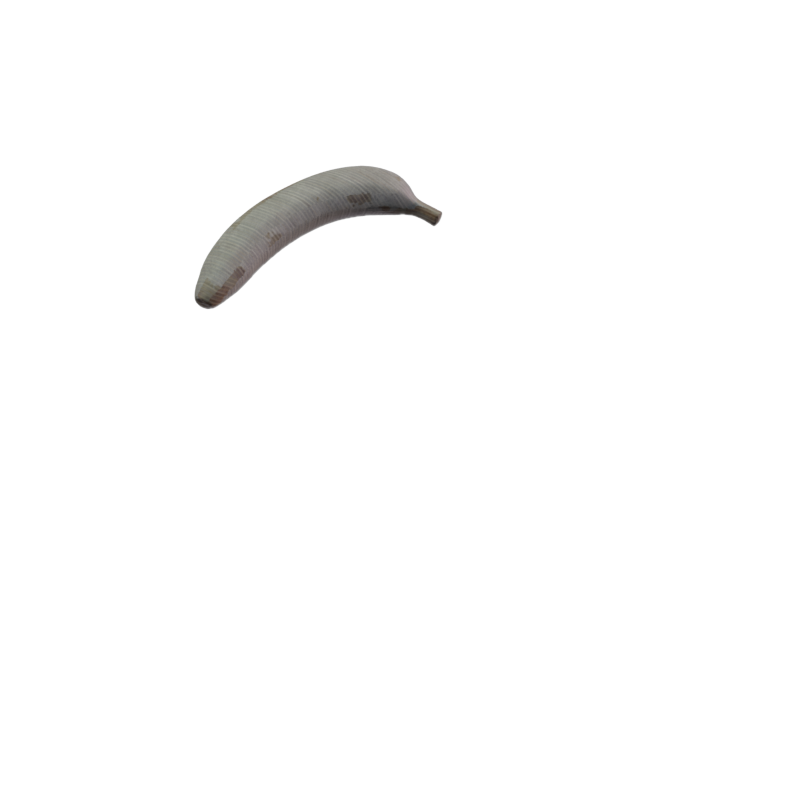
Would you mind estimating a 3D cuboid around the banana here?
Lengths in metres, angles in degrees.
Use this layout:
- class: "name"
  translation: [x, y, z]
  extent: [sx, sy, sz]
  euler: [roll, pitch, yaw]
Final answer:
- class: "banana"
  translation: [-0.068, -0.128, 0.804]
  extent: [0.197, 0.075, 0.034]
  euler: [-24, -35, -19]
